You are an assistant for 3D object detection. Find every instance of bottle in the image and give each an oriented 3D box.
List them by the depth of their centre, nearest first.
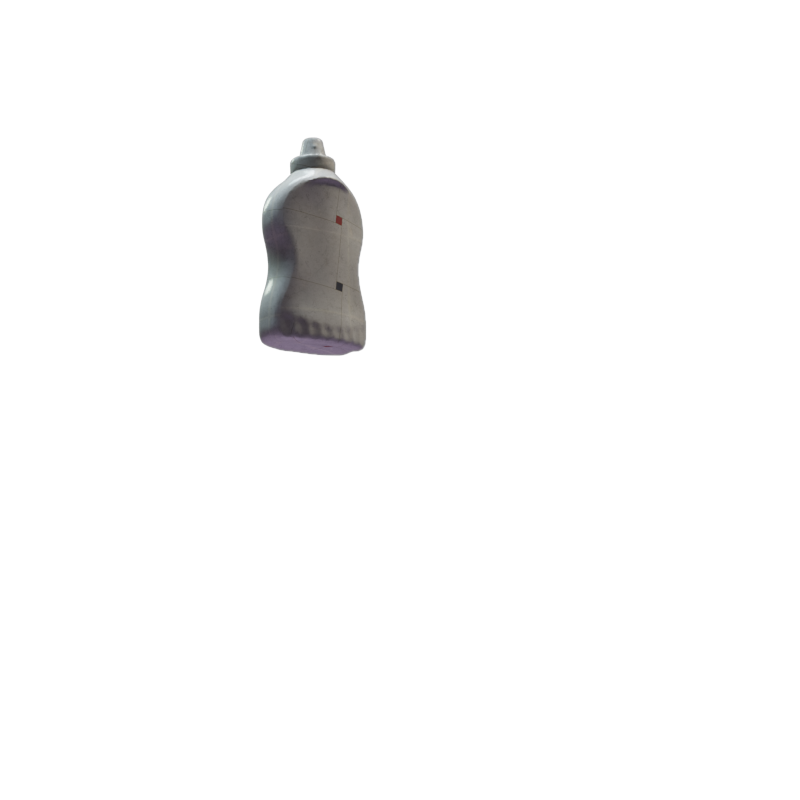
[{"bbox_3d":[-0.077,-0.139,0.975,0.092,0.199,0.059,9,-18,-34],"label":"bottle"}]
